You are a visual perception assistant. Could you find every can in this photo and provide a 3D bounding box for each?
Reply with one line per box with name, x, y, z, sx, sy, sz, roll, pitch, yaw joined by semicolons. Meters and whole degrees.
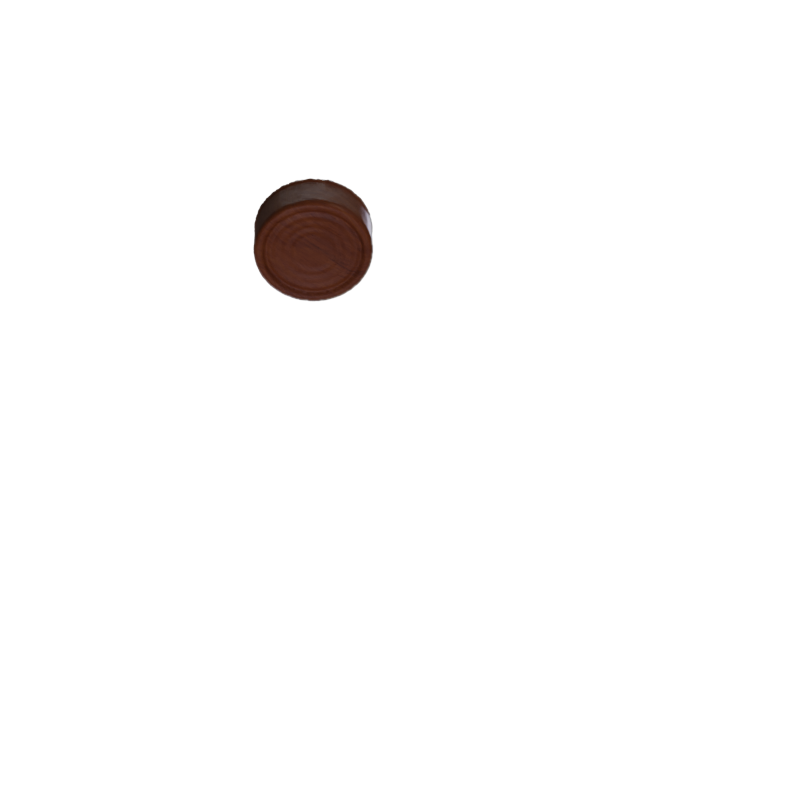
can;-0.062;-0.113;0.791;0.086;0.080;0.036;1;36;-1
